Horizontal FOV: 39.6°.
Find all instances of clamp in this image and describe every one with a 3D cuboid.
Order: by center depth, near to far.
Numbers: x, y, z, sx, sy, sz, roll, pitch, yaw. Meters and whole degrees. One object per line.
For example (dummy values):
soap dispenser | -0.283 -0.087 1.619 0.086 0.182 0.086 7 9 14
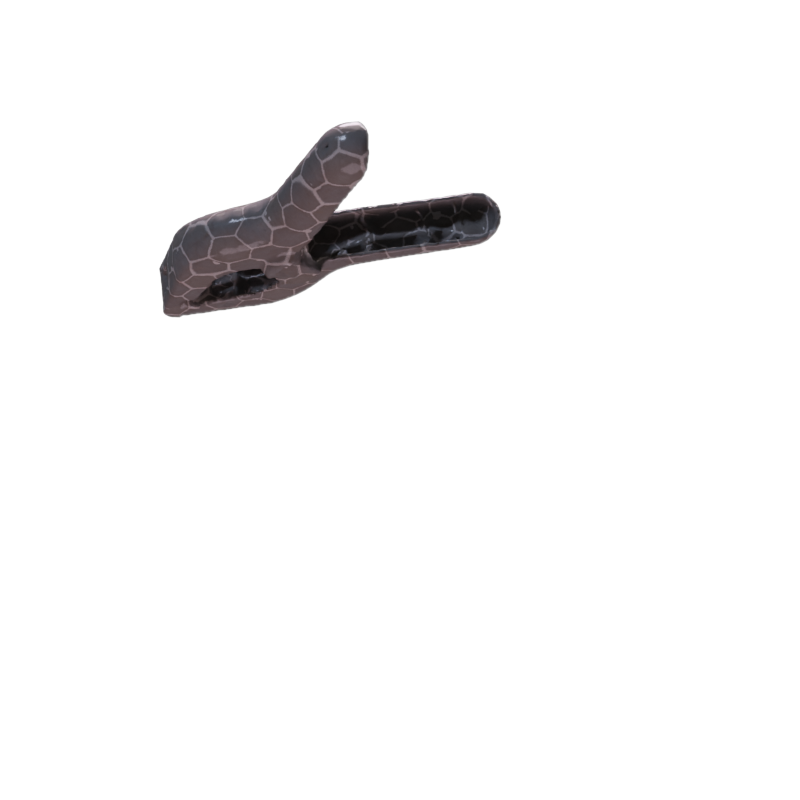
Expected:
clamp | -0.041 -0.075 0.526 0.173 0.041 0.113 -18 -26 41
